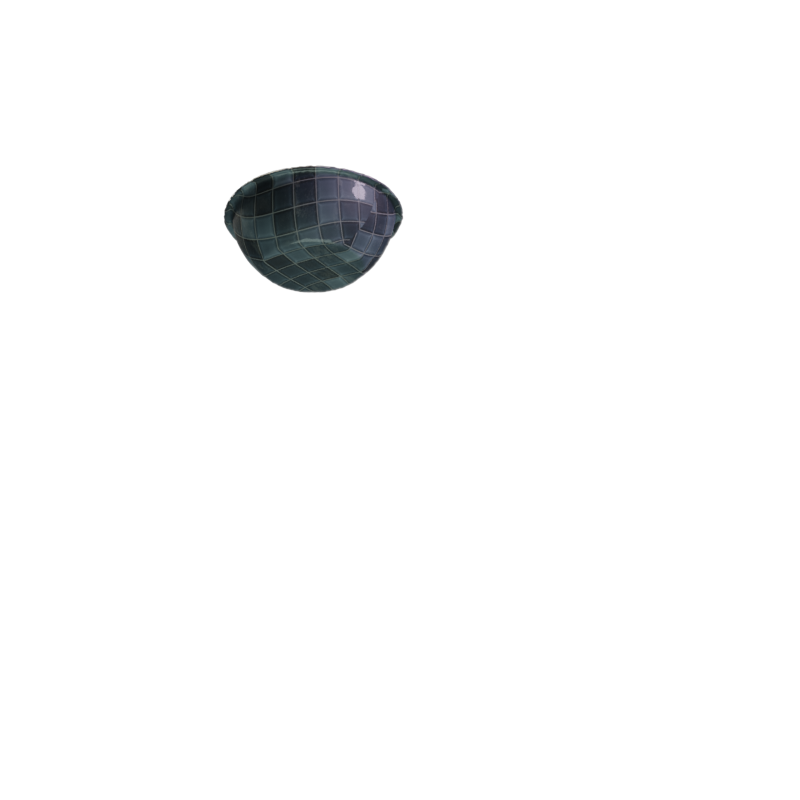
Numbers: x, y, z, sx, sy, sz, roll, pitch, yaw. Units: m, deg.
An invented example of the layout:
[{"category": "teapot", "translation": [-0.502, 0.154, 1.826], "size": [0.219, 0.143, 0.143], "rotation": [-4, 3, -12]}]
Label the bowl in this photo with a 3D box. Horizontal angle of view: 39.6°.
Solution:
[{"category": "bowl", "translation": [-0.077, -0.141, 0.989], "size": [0.162, 0.058, 0.153], "rotation": [1, -26, -2]}]
